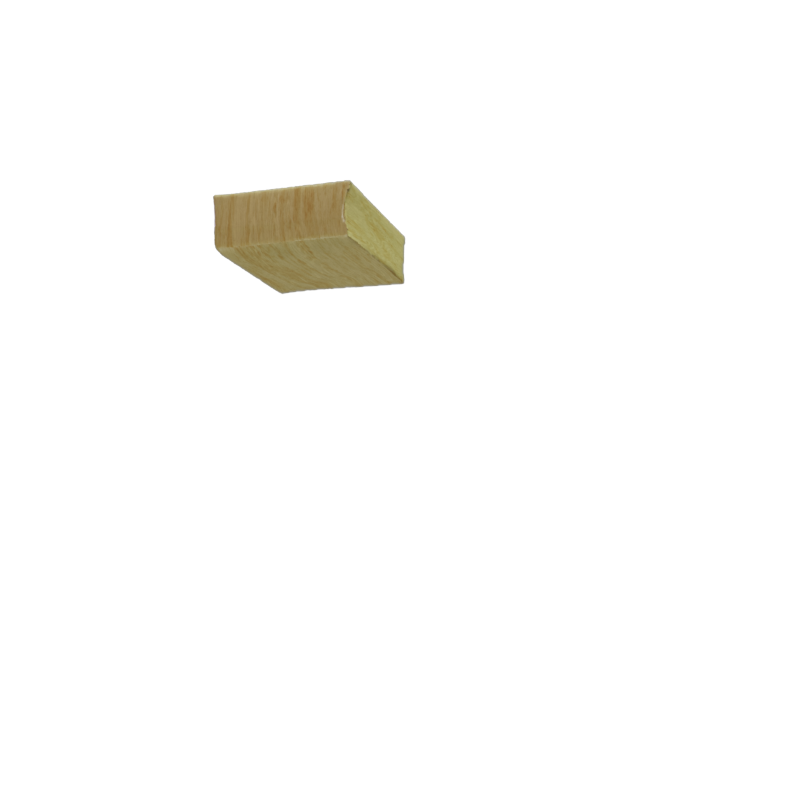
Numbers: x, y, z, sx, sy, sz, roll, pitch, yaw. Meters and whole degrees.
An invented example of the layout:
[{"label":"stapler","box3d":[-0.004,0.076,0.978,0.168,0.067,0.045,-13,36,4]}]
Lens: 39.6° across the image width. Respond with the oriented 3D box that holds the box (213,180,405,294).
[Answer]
[{"label":"box","box3d":[-0.055,-0.100,0.699,0.092,0.040,0.108,-4,-10,19]}]
